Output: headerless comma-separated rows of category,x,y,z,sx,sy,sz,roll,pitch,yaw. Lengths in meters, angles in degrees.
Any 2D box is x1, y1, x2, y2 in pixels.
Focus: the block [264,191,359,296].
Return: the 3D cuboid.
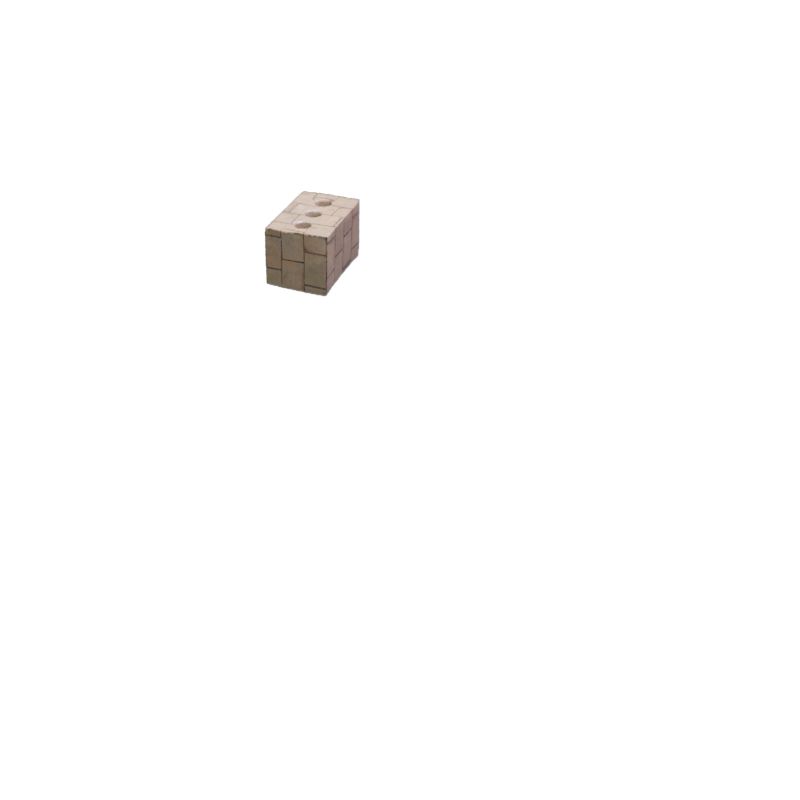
block,-0.069,-0.126,0.882,0.054,0.048,0.080,10,33,15
